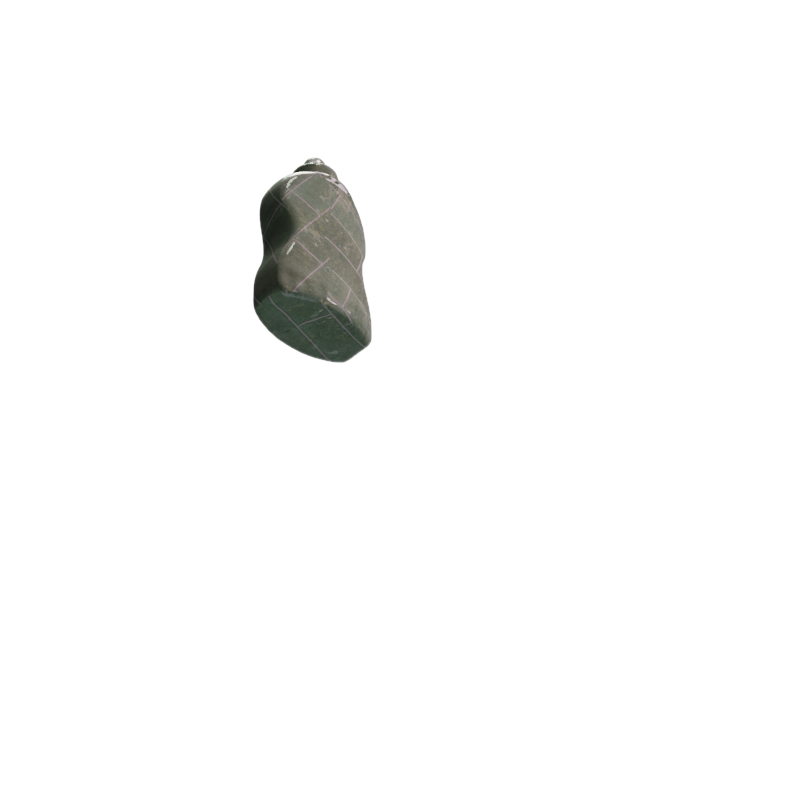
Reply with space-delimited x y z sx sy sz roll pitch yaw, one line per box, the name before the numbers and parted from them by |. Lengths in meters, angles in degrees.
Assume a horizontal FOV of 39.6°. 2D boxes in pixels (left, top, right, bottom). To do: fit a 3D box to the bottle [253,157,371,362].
bottle | -0.069 -0.126 0.884 0.091 0.206 0.057 29 -52 -30
